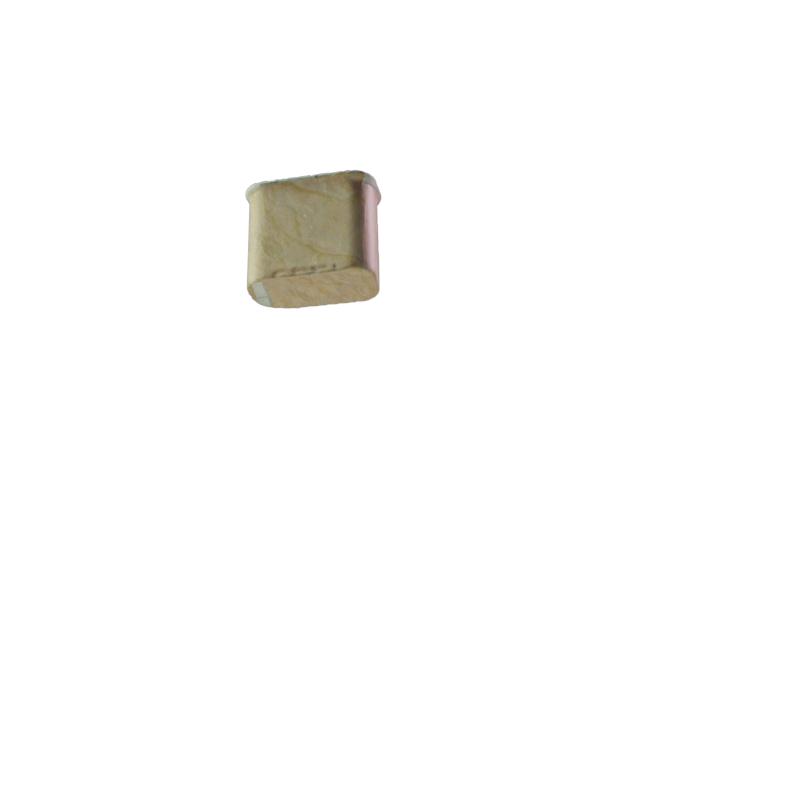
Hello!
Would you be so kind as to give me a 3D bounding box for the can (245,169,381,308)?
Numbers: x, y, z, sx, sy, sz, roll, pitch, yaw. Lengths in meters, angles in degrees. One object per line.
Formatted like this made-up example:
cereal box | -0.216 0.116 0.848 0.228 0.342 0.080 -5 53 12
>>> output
can | -0.065 -0.119 0.831 0.103 0.089 0.053 -6 -27 10
